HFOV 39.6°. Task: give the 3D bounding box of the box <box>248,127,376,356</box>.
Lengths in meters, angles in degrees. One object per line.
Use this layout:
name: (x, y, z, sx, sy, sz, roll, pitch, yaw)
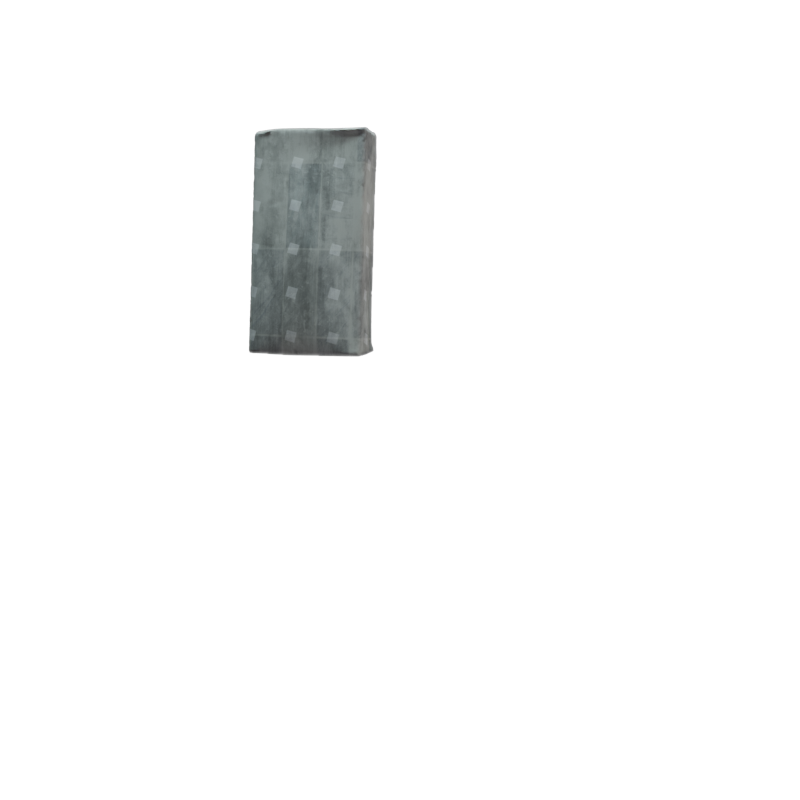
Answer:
box: (-0.068, -0.124, 0.870, 0.095, 0.177, 0.047, 0, -1, 15)
